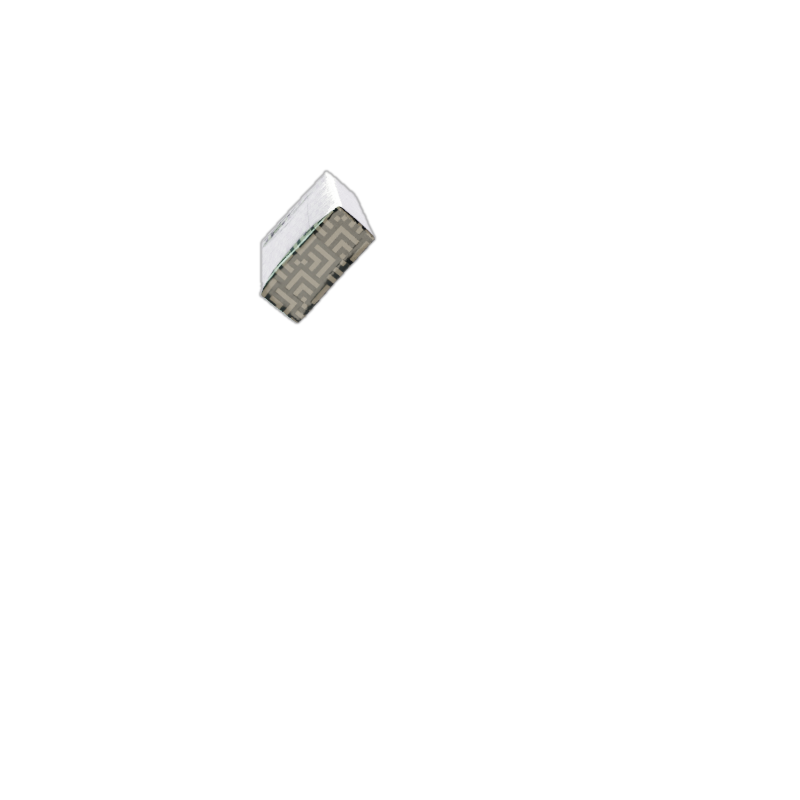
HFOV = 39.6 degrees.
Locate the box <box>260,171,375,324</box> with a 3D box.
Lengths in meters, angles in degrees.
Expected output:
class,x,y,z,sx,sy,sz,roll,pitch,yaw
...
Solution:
class,x,y,z,sx,sy,sz,roll,pitch,yaw
box,-0.072,-0.131,0.919,0.047,0.093,0.183,41,11,-15
